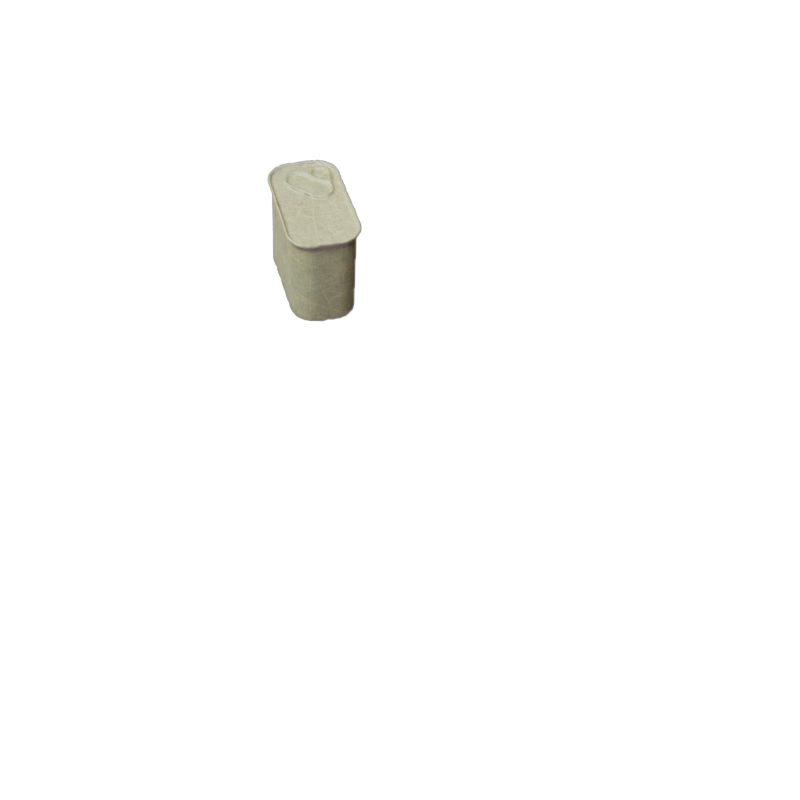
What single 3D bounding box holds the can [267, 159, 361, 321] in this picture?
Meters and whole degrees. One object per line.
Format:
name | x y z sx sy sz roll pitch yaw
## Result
can | -0.068 -0.124 0.869 0.057 0.078 0.110 -10 47 -12
